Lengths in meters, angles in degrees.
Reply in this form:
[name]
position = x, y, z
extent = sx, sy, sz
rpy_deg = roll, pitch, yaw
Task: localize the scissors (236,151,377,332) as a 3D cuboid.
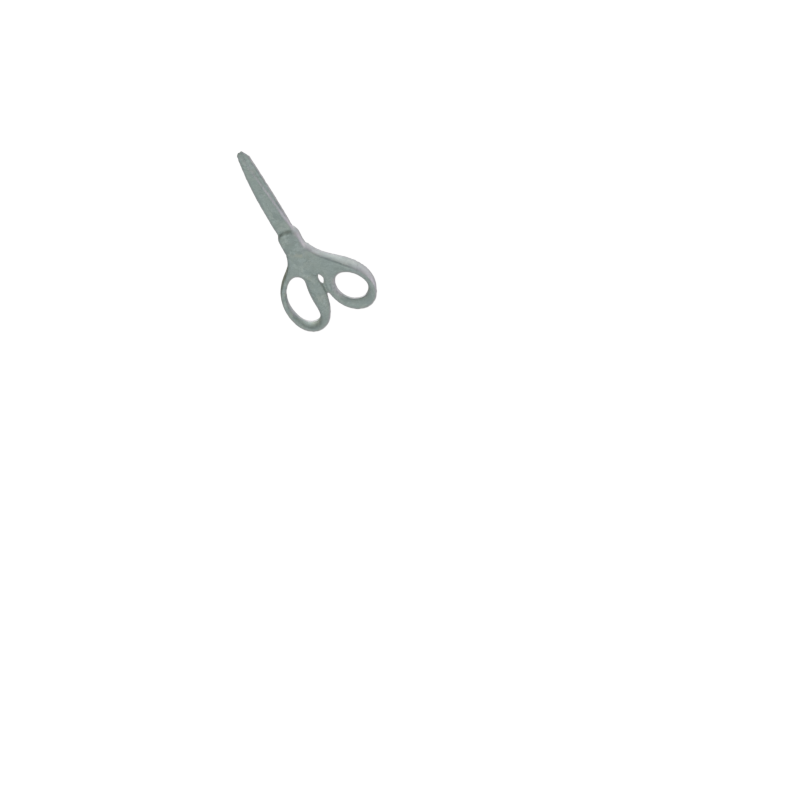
[scissors]
position = -0.075, -0.137, 0.959
extent = 0.097, 0.187, 0.017
rpy_deg = -5, 42, 4
